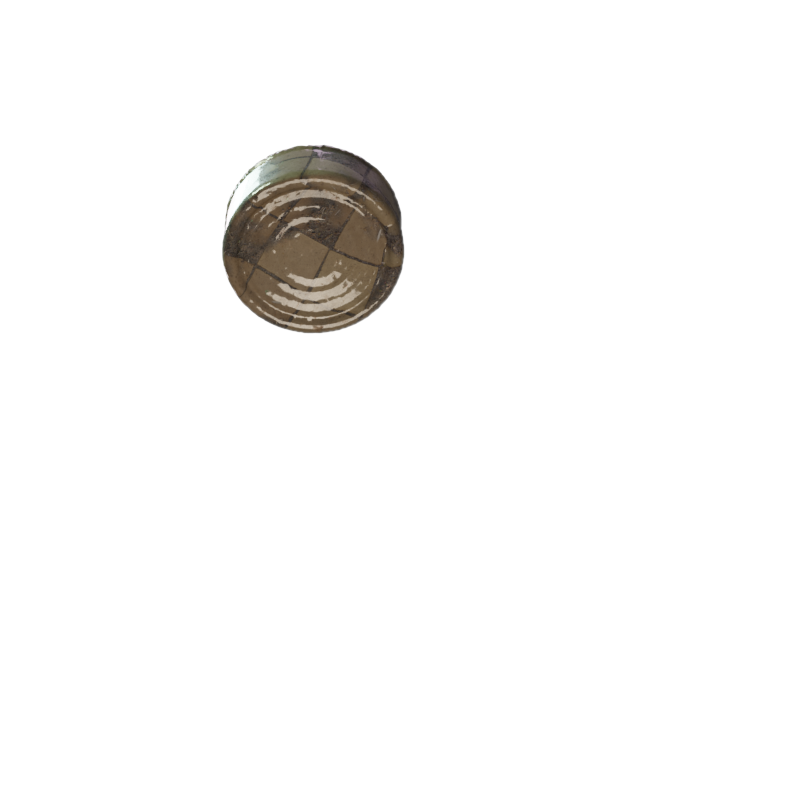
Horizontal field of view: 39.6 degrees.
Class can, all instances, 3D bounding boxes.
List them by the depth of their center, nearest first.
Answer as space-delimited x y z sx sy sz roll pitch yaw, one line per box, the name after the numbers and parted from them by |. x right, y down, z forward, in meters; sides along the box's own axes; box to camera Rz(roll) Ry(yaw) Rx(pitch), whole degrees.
-0.041 -0.075 0.524 0.086 0.081 0.036 1 30 -1 | can
